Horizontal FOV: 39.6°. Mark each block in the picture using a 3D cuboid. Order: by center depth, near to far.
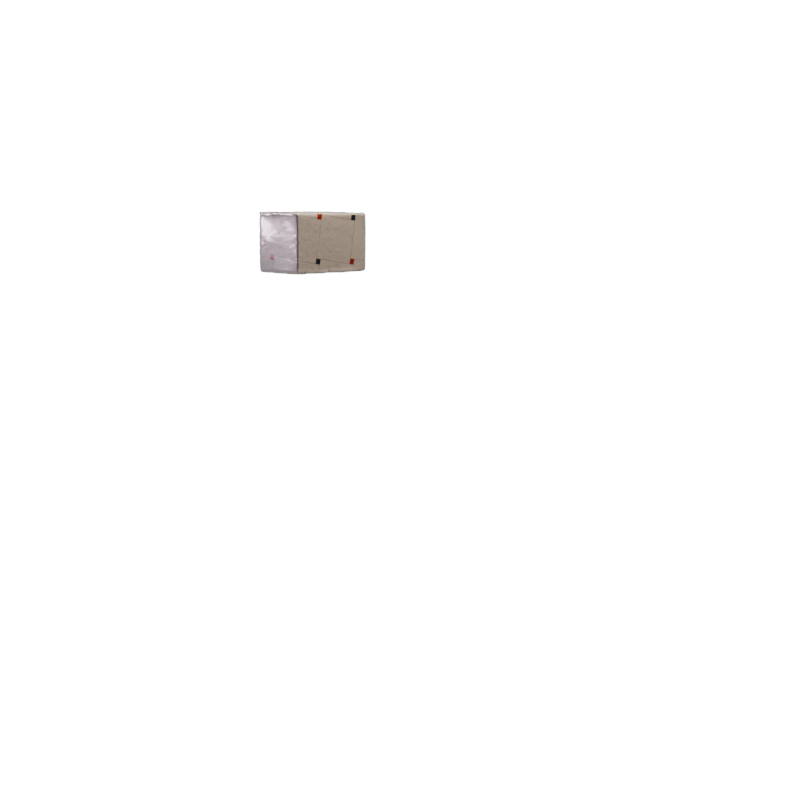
[{"bbox_3d":[-0.074,-0.135,0.945,0.075,0.051,0.055,-7,9,-42],"label":"block"}]
